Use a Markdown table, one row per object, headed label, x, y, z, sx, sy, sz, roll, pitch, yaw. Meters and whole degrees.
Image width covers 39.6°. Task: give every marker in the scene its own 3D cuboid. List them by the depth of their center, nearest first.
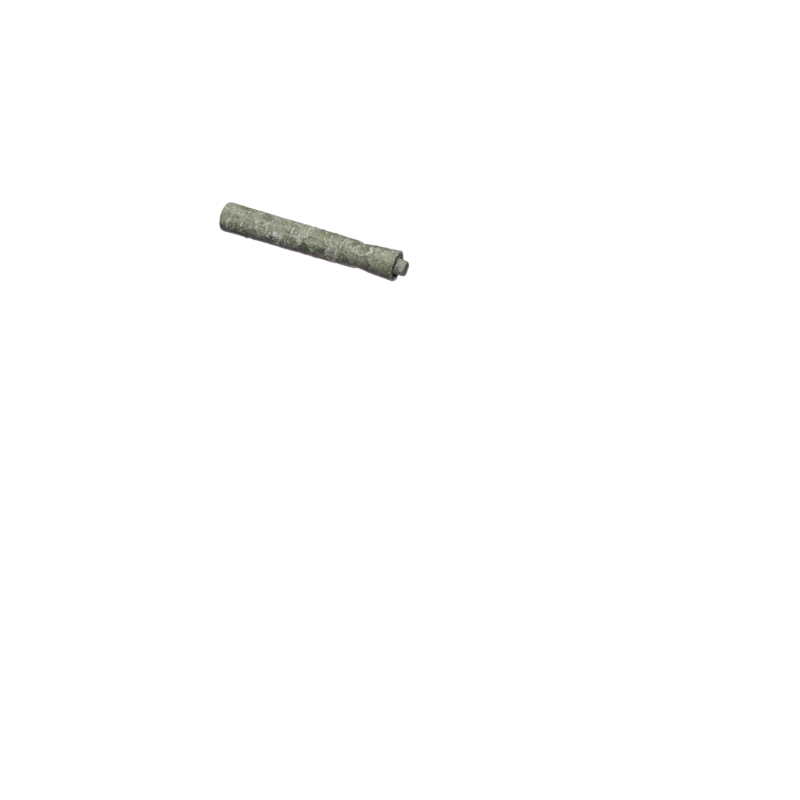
| label | x | y | z | sx | sy | sz | roll | pitch | yaw |
| --- | --- | --- | --- | --- | --- | --- | --- | --- | --- |
| marker | -0.052 | -0.095 | 0.667 | 0.126 | 0.019 | 0.019 | 19 | 10 | 20 |
